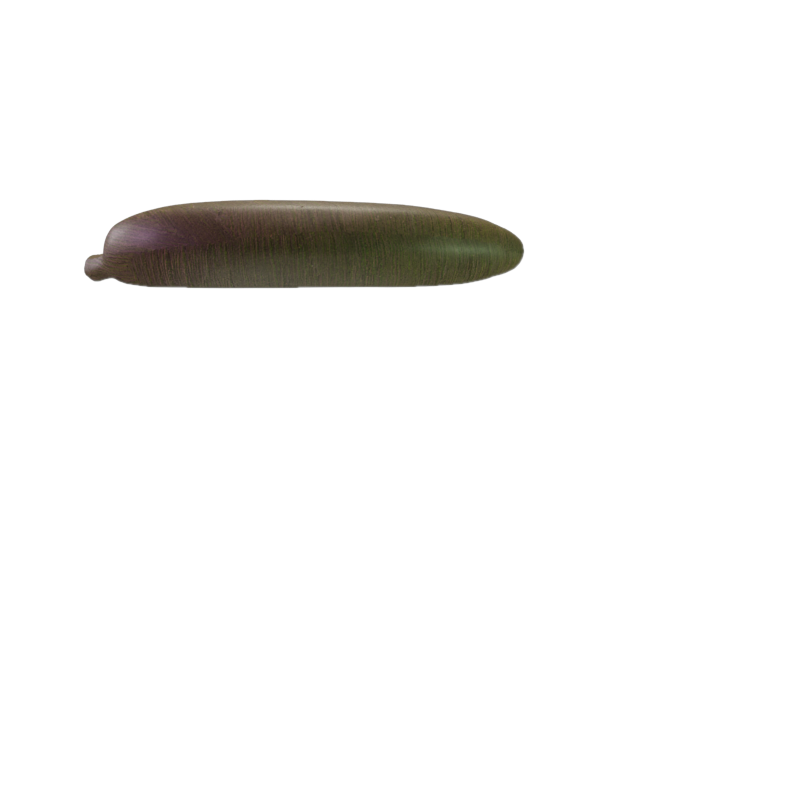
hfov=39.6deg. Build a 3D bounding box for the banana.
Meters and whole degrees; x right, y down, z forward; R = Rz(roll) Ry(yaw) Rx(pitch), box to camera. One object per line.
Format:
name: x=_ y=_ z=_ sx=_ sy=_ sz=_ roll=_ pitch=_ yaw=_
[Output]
banana: x=-0.040 y=-0.067 z=0.472 sx=0.197 sy=0.036 sz=0.071 roll=0 pitch=8 yaw=-2
